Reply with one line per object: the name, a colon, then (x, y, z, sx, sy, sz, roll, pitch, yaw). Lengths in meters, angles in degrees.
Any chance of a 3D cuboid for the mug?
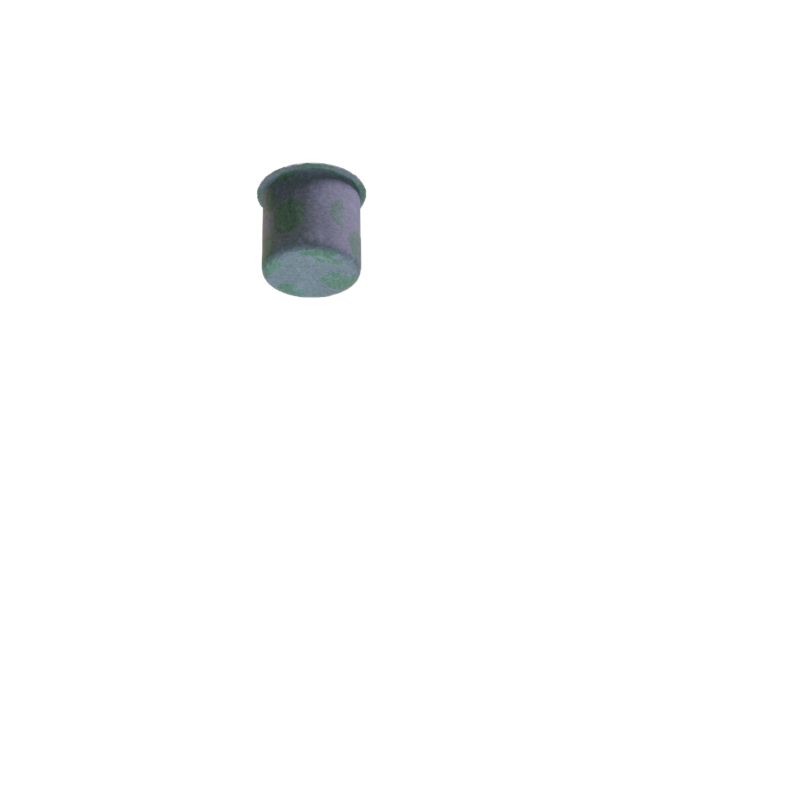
mug: (-0.073, -0.133, 0.931, 0.094, 0.087, 0.109, -3, -27, 4)
